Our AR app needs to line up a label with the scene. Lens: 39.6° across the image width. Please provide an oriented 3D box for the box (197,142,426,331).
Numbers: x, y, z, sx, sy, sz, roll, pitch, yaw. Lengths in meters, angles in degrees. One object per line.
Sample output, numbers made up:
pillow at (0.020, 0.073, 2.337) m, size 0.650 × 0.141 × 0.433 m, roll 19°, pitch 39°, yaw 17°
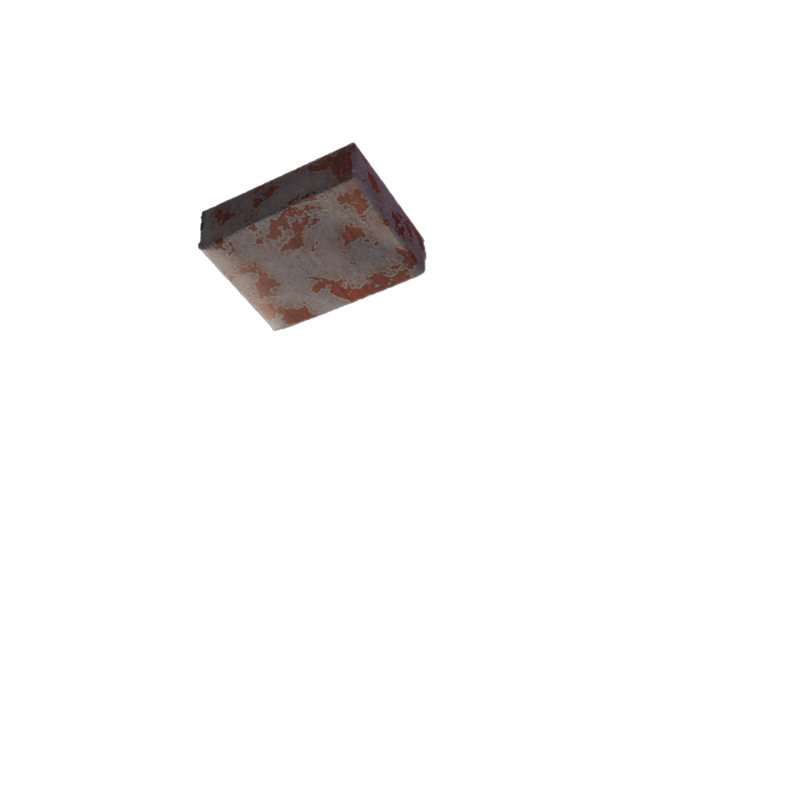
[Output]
box at (-0.053, -0.097, 0.681) m, size 0.114 × 0.042 × 0.083 m, roll -22°, pitch -49°, yaw 20°
